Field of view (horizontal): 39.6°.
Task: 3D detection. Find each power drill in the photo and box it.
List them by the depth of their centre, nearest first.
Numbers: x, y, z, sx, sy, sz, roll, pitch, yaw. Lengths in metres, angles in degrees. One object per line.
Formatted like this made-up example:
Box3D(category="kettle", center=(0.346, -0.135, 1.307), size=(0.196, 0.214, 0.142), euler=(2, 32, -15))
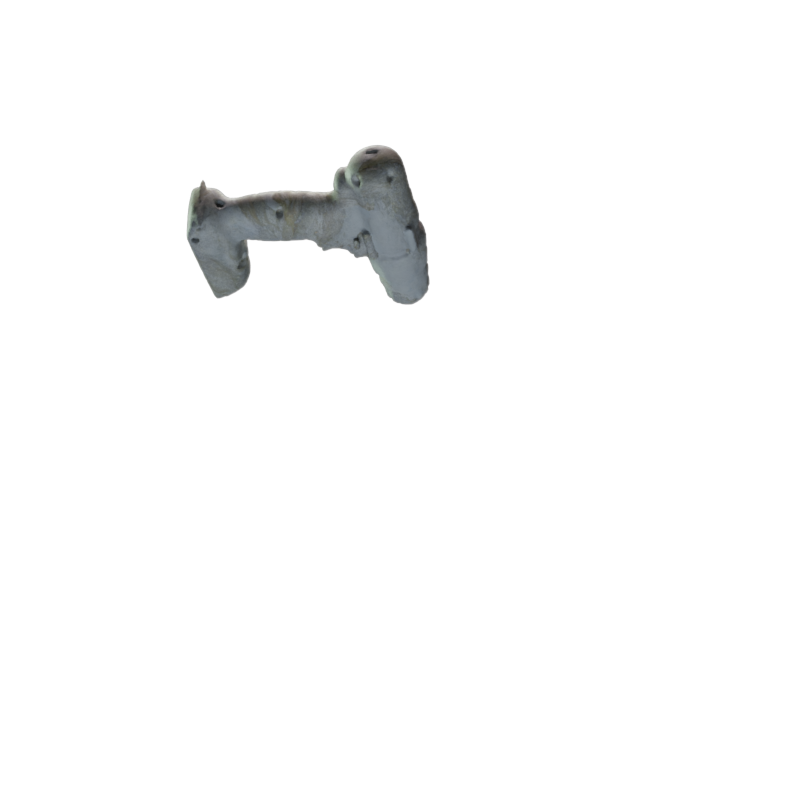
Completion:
Box3D(category="power drill", center=(-0.073, -0.133, 0.929), size=(0.189, 0.061, 0.170), euler=(-7, -36, 9))
